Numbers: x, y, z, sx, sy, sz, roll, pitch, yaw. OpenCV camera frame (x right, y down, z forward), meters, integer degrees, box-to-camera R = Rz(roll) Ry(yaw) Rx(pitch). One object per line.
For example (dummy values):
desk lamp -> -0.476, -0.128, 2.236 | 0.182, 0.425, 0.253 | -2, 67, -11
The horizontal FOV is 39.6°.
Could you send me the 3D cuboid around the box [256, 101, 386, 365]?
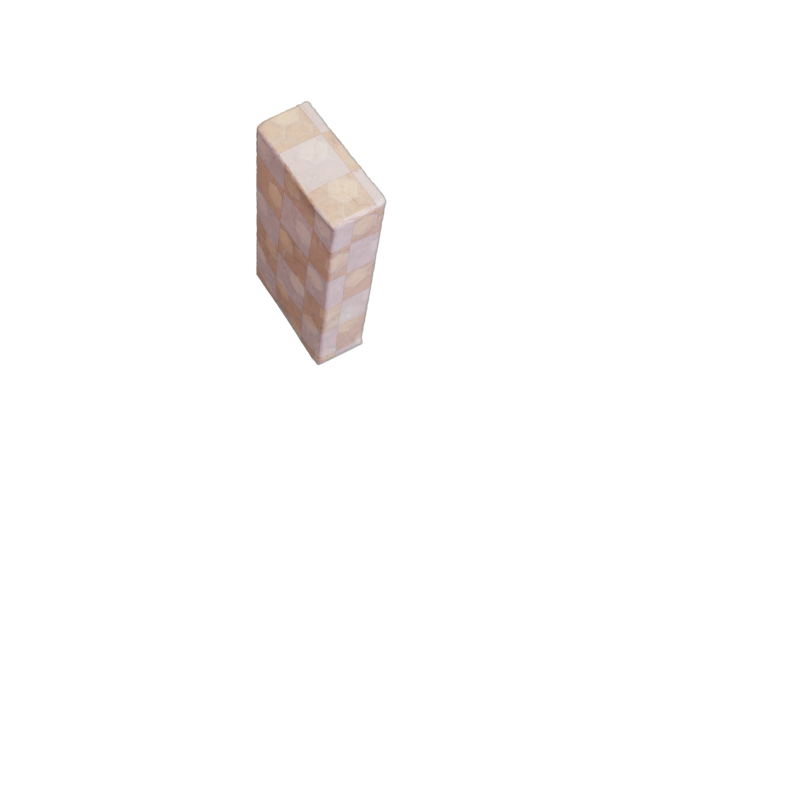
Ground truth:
box -> -0.058, -0.105, 0.736 | 0.048, 0.099, 0.166 | -28, -23, -17
